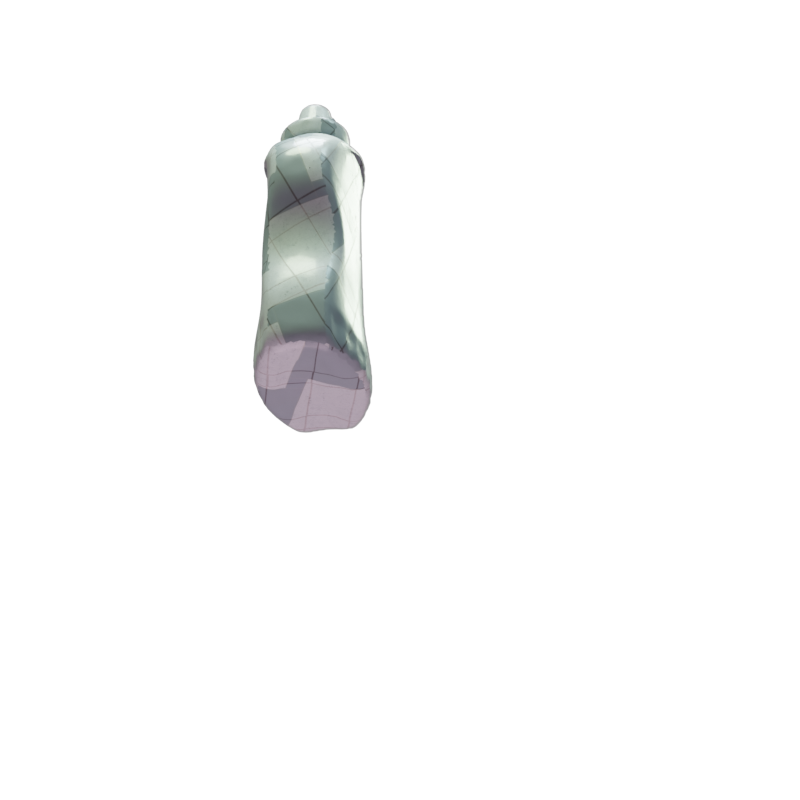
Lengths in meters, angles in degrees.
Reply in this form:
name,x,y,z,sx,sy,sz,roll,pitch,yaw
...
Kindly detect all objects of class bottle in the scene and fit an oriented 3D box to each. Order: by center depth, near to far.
name,x,y,z,sx,sy,sz,roll,pitch,yaw
bottle,-0.047,-0.087,0.609,0.059,0.205,0.089,-7,-34,7
